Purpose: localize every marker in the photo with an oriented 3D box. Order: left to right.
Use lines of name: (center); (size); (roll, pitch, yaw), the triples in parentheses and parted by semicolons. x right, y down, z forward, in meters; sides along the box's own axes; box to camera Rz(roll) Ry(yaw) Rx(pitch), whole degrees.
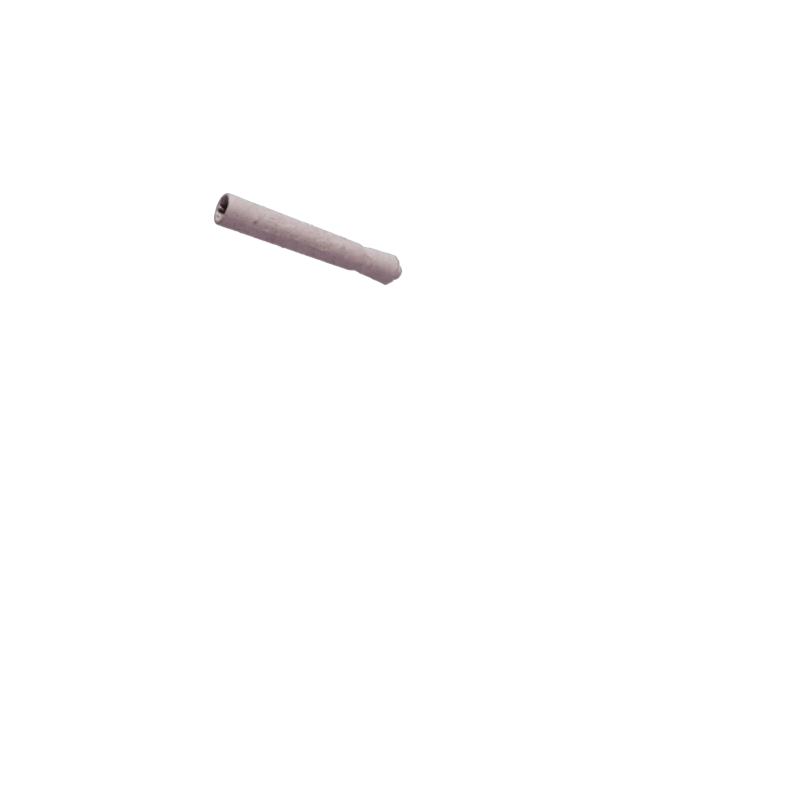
marker: (-0.050, -0.091, 0.640); (0.115, 0.020, 0.020); (17, -5, -27)
